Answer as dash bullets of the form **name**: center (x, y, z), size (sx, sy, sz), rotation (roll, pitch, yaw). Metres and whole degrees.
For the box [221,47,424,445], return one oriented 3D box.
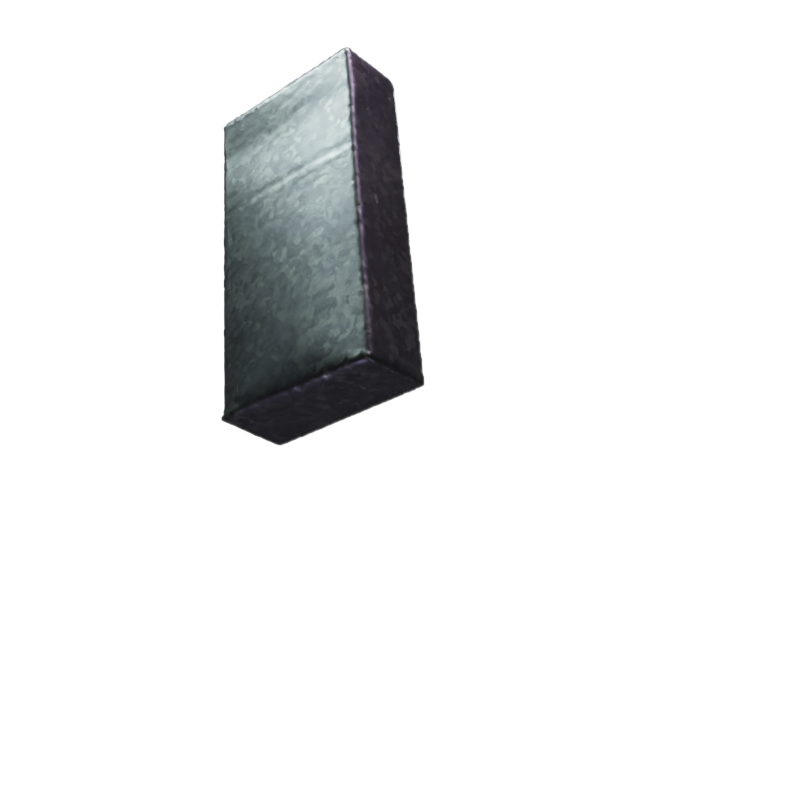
- **box**: center (-0.042, -0.077, 0.541), size (0.094, 0.188, 0.045), rotation (-25, -38, 32)
